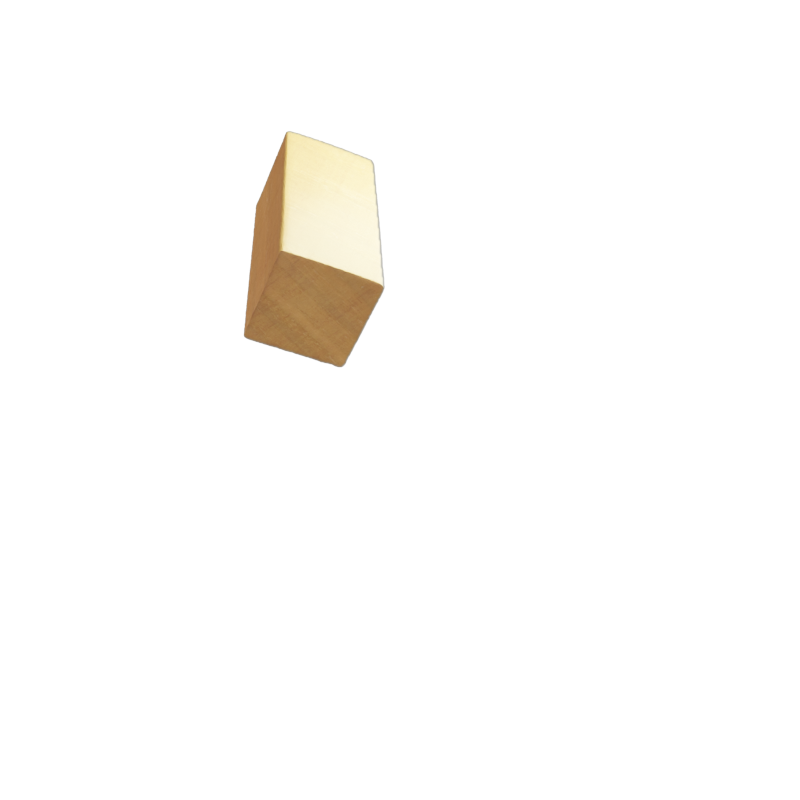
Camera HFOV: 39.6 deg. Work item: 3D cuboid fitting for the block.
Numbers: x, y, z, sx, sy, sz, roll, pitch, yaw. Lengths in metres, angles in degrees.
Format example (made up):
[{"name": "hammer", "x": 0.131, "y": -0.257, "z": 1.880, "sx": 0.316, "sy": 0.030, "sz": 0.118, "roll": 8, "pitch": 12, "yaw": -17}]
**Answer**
[{"name": "block", "x": -0.074, "y": -0.137, "z": 0.958, "sx": 0.088, "sy": 0.087, "sz": 0.221, "roll": 17, "pitch": 34, "yaw": -16}]
